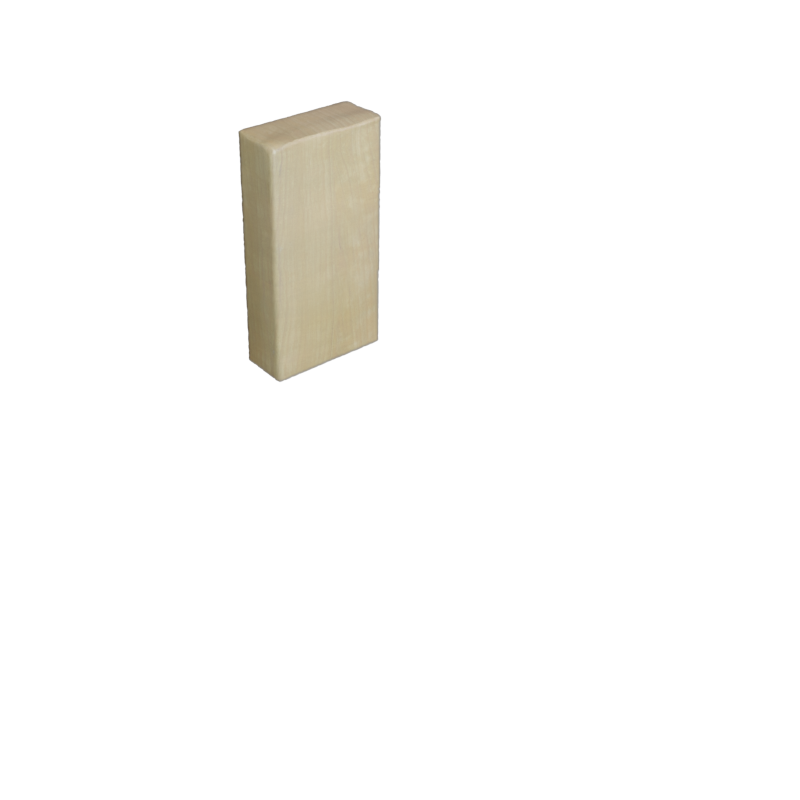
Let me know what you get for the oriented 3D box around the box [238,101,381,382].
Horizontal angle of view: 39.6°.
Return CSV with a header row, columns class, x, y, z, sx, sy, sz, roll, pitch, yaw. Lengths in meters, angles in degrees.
class,x,y,z,sx,sy,sz,roll,pitch,yaw
box,-0.060,-0.109,0.762,0.092,0.166,0.051,-23,39,-34
